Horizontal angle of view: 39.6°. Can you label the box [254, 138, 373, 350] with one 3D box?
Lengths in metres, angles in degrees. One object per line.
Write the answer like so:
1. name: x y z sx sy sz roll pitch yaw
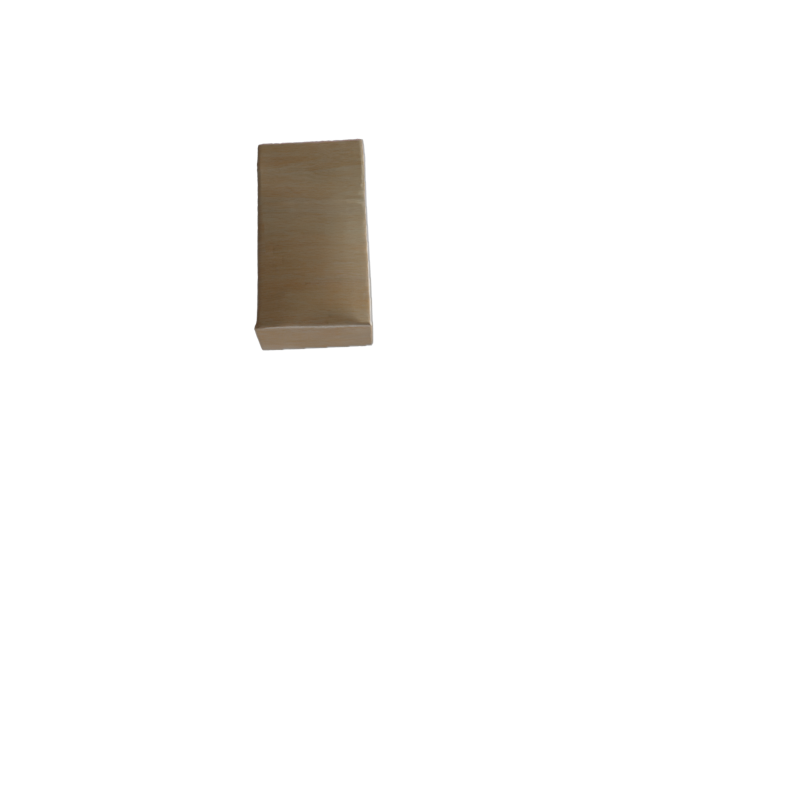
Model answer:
1. box: -0.071 -0.130 0.914 0.094 0.188 0.045 -3 -29 2
